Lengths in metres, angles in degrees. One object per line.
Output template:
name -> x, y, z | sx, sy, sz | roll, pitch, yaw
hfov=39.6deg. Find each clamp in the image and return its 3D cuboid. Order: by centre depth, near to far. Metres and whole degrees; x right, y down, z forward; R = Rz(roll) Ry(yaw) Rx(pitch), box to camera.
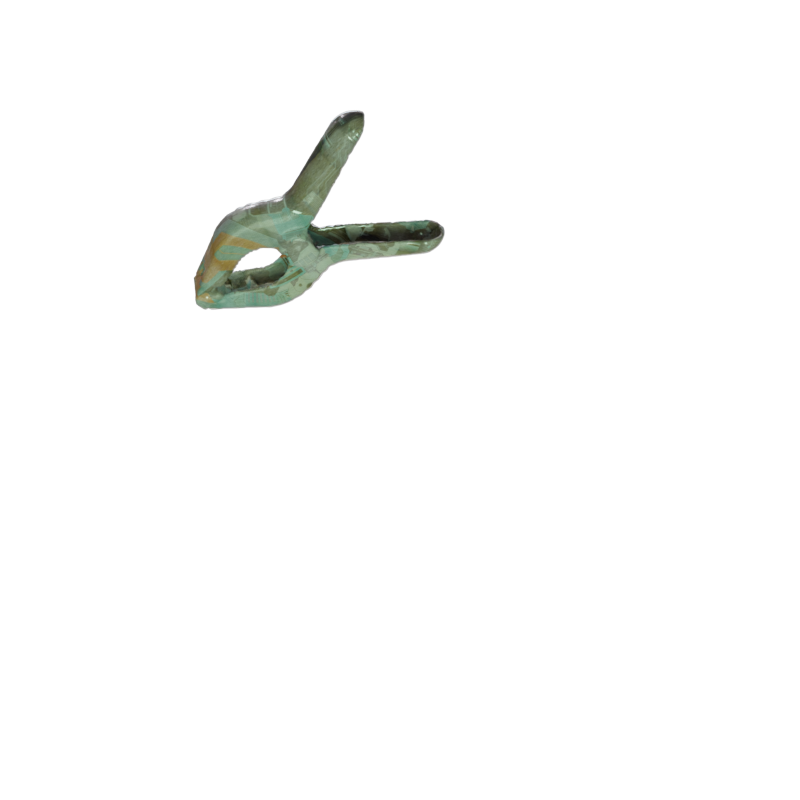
clamp -> -0.058, -0.106, 0.743 | 0.170, 0.113, 0.042 | -34, 28, 21
